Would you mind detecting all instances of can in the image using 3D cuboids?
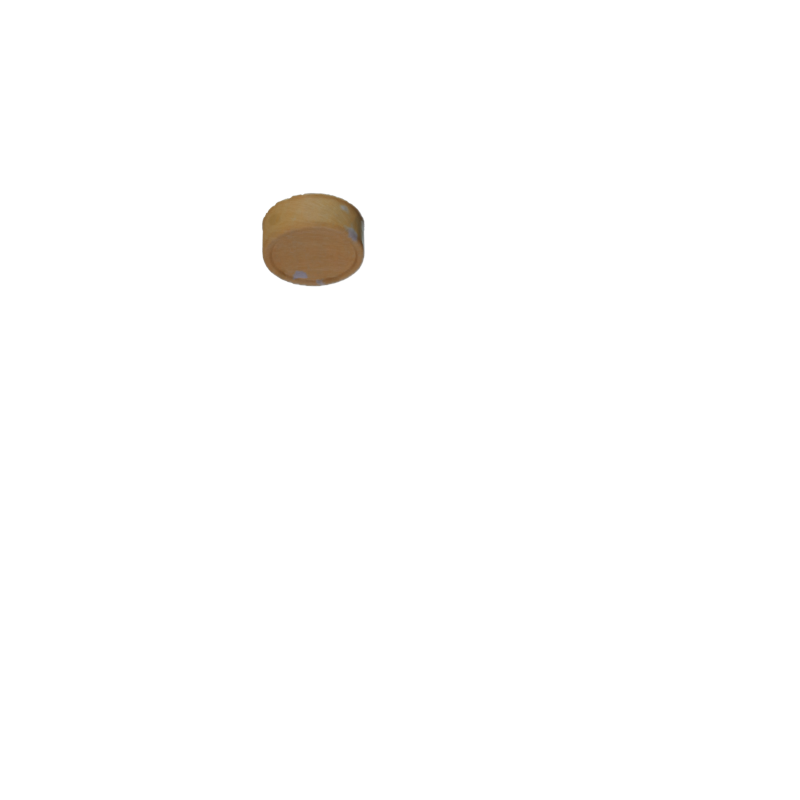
[{"bbox_3d":[-0.072,-0.131,0.915,0.086,0.036,0.080,1,-33,-2],"label":"can"}]
